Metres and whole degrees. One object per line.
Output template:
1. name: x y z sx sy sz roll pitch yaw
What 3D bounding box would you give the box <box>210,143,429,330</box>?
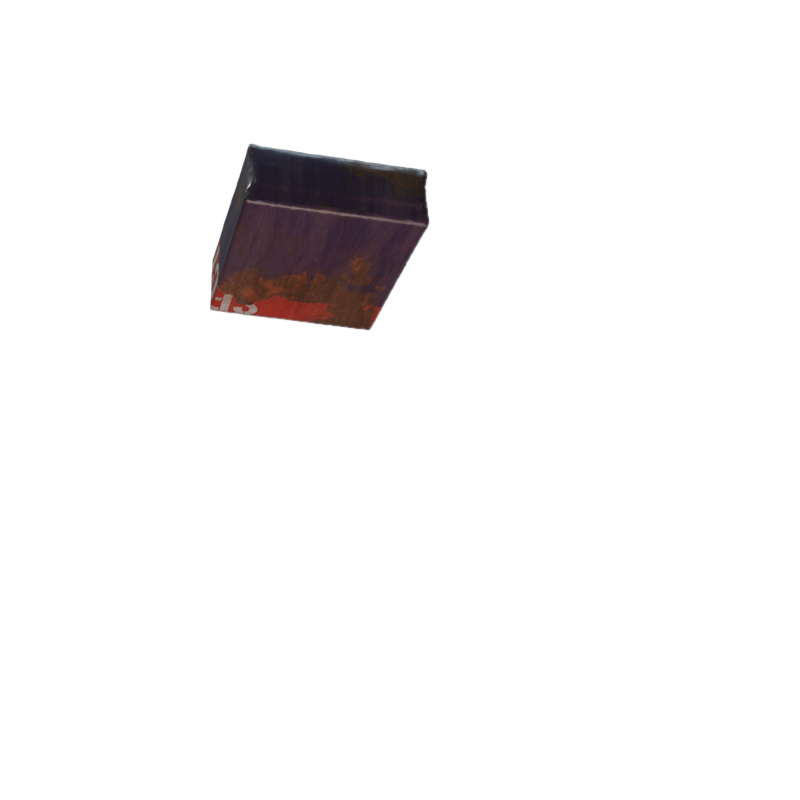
1. box: -0.036 -0.065 0.457 0.072 0.032 0.085 7 -29 -14
